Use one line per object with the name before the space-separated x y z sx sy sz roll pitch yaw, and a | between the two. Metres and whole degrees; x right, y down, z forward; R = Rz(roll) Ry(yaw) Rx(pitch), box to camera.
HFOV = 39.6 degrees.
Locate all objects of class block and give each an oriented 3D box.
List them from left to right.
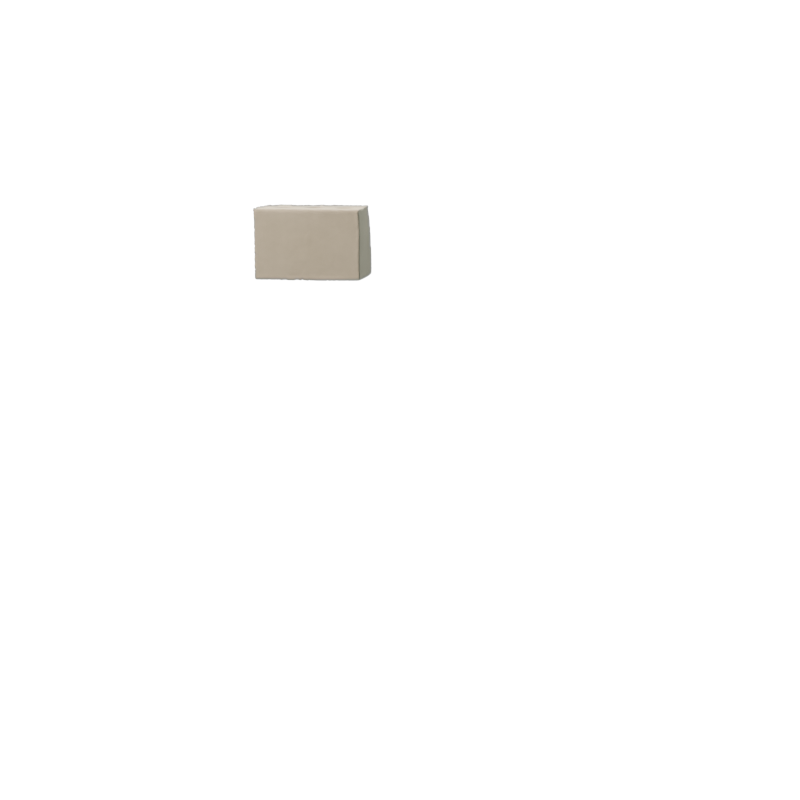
block | -0.062 -0.114 0.797 0.079 0.050 0.053 2 8 9
